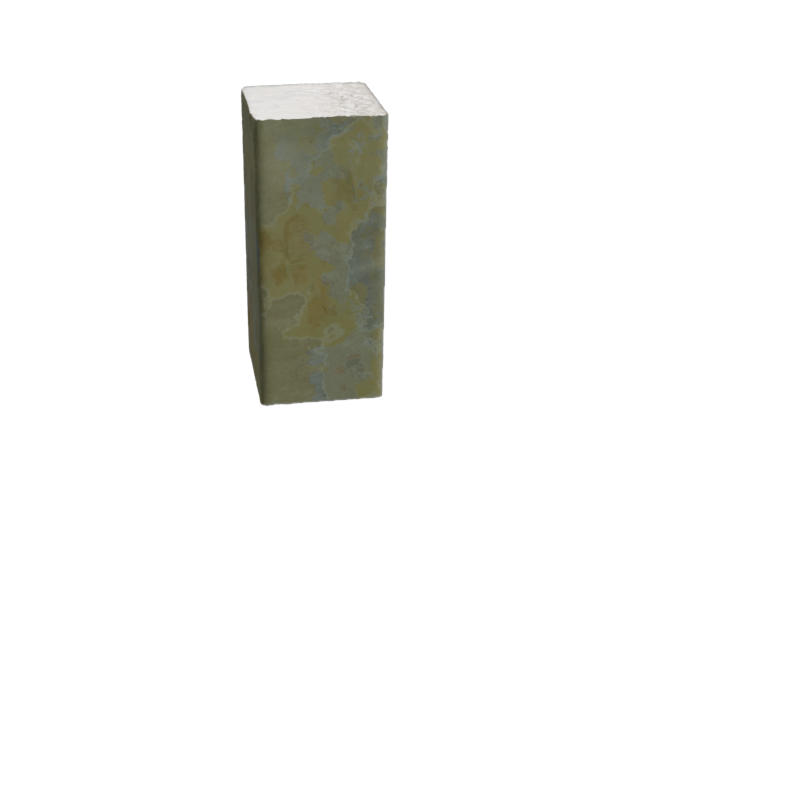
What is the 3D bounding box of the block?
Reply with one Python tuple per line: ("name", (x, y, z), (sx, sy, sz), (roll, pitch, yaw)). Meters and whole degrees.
("block", (-0.062, -0.111, 0.778), (0.089, 0.196, 0.097), (-3, 25, -10))
